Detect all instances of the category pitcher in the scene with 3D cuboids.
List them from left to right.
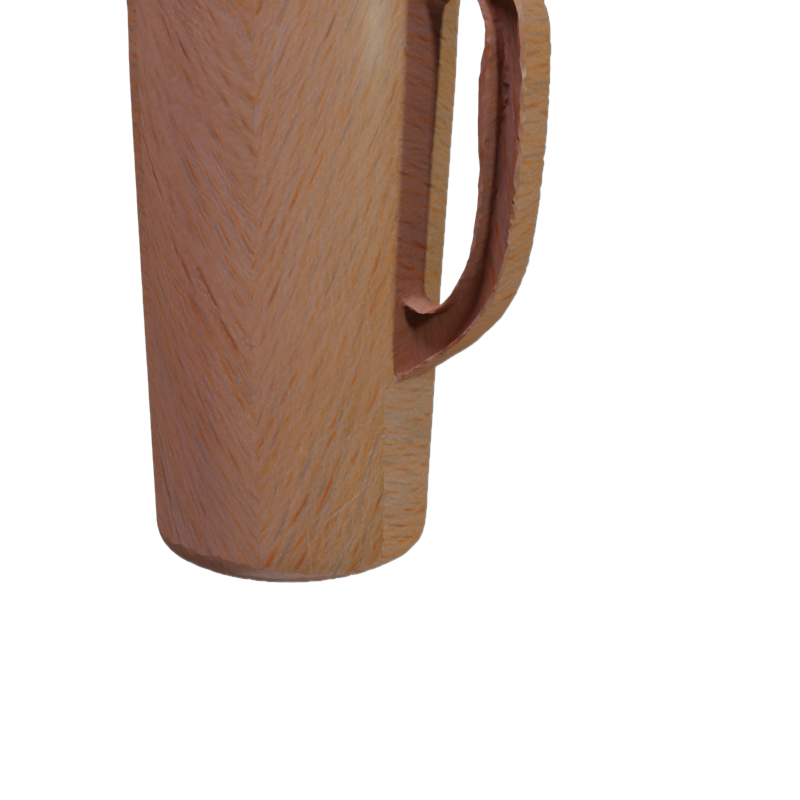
[{"bbox_3d":[-0.034,-0.061,0.428,0.143,0.240,0.153,-1,7,-10],"label":"pitcher"}]
